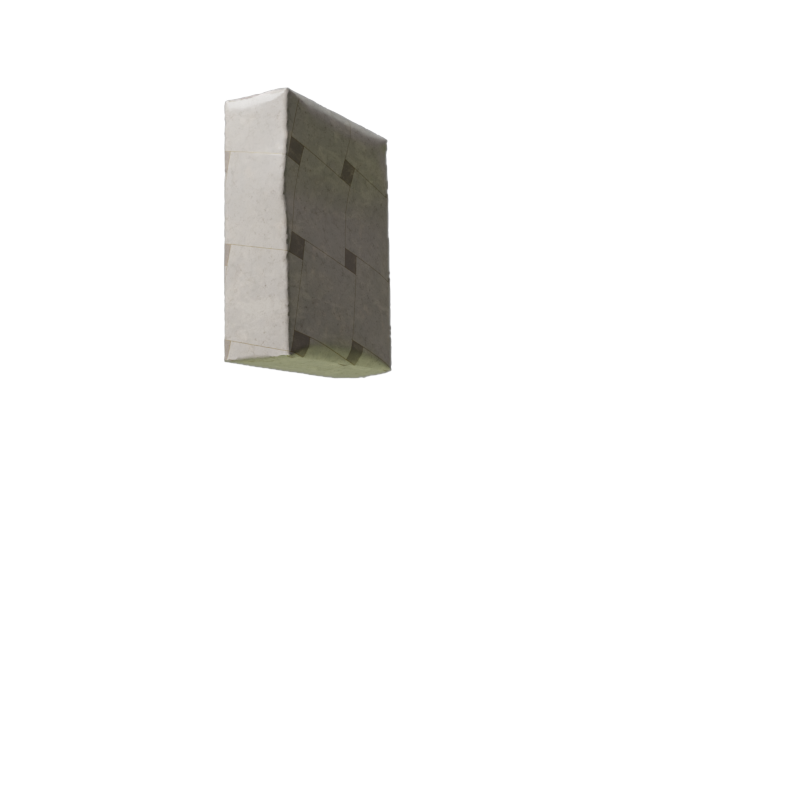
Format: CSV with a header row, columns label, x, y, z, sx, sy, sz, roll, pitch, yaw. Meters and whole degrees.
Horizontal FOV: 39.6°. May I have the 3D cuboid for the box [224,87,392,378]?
label,x,y,z,sx,sy,sz,roll,pitch,yaw
box,-0.072,-0.131,0.918,0.074,0.220,0.156,-8,-12,30
